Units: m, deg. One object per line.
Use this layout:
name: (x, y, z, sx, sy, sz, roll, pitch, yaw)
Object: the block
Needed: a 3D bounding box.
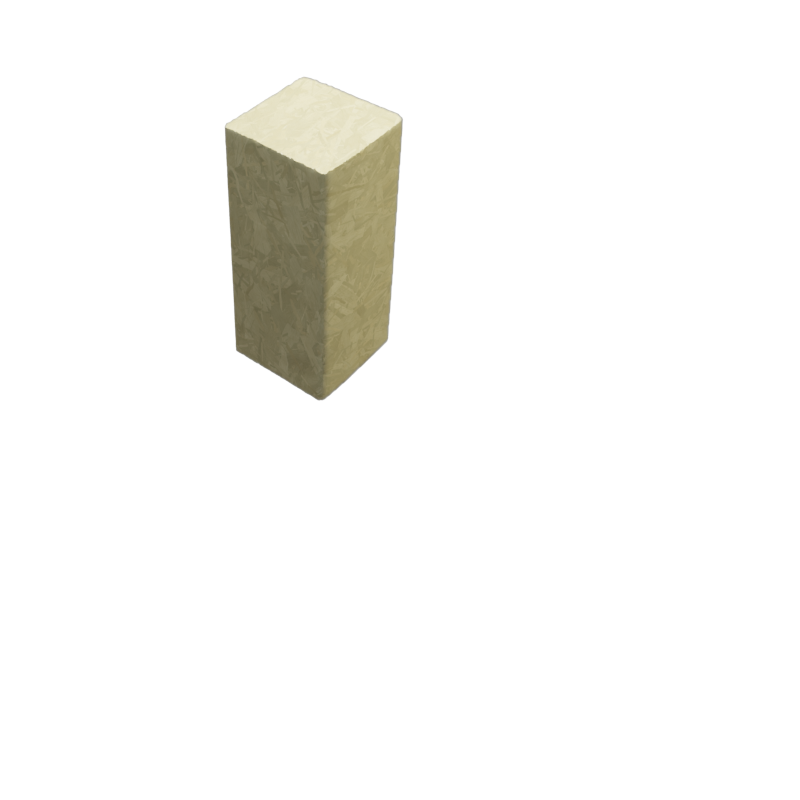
block: (-0.063, -0.115, 0.806, 0.096, 0.192, 0.091, 28, 47, 25)
